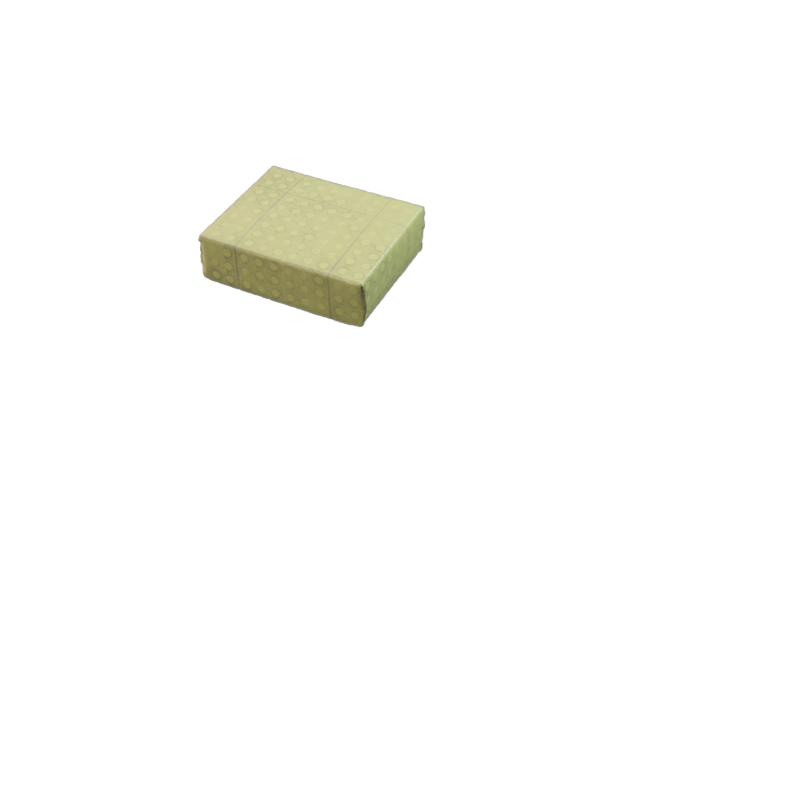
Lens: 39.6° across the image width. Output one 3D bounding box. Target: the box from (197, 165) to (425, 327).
[{"bbox_3d":[-0.054,-0.097,0.683,0.118,0.036,0.093,19,45,20],"label":"box"}]
